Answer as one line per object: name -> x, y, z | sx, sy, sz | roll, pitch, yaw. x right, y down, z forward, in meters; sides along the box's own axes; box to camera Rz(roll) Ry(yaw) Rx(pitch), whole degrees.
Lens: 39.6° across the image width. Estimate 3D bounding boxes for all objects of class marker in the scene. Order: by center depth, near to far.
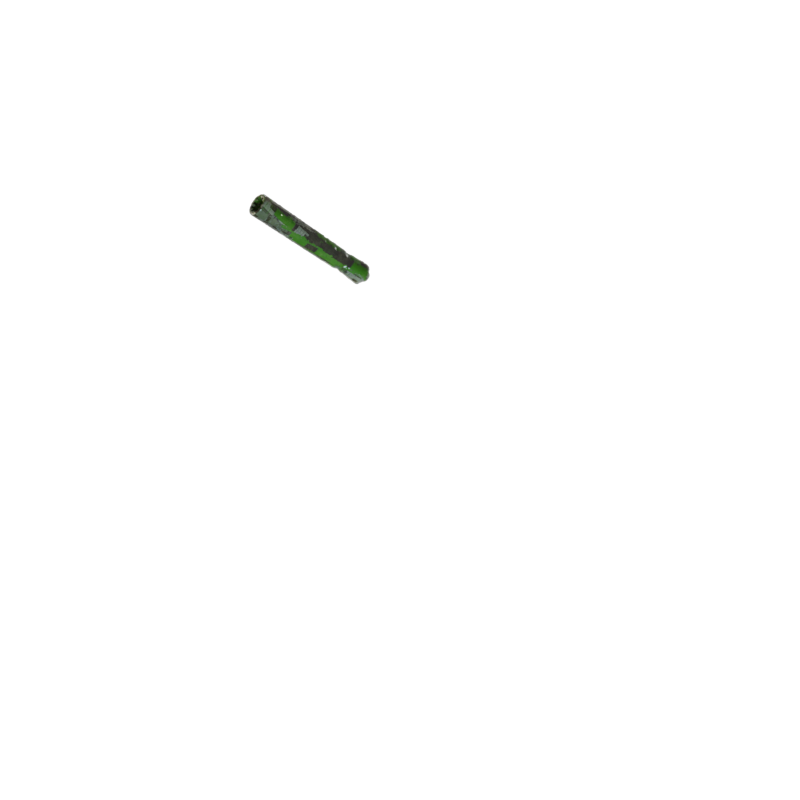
marker -> -0.069, -0.126, 0.881 | 0.113, 0.020, 0.020 | 31, -15, -33
